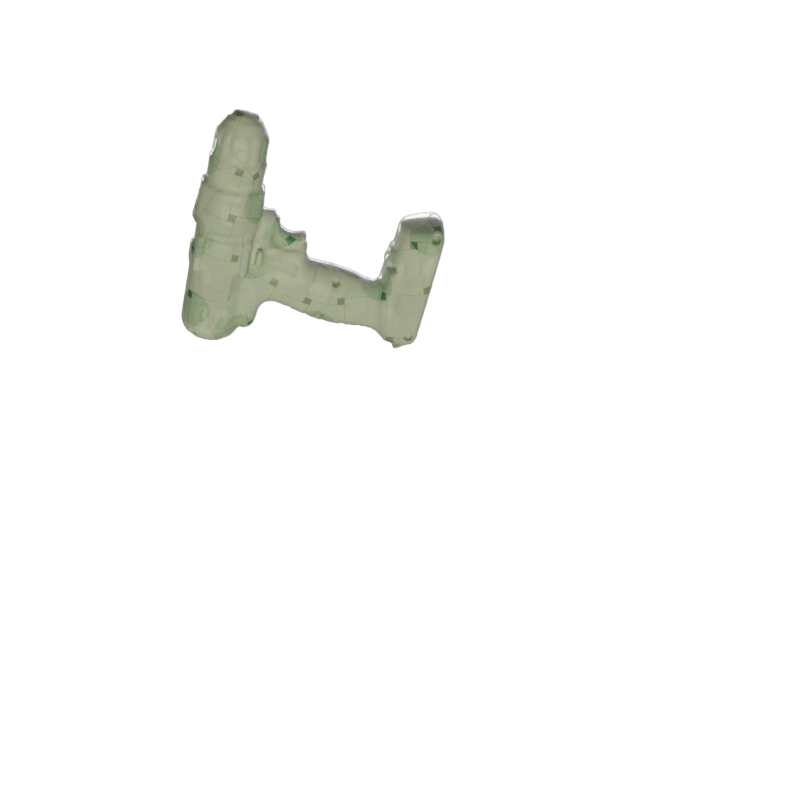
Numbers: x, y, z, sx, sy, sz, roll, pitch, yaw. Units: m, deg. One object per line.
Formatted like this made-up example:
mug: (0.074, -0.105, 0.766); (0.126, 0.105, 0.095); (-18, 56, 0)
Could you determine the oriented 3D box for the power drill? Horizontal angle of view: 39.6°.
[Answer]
power drill: (-0.066, -0.120, 0.844); (0.186, 0.176, 0.061); (11, 28, -6)
